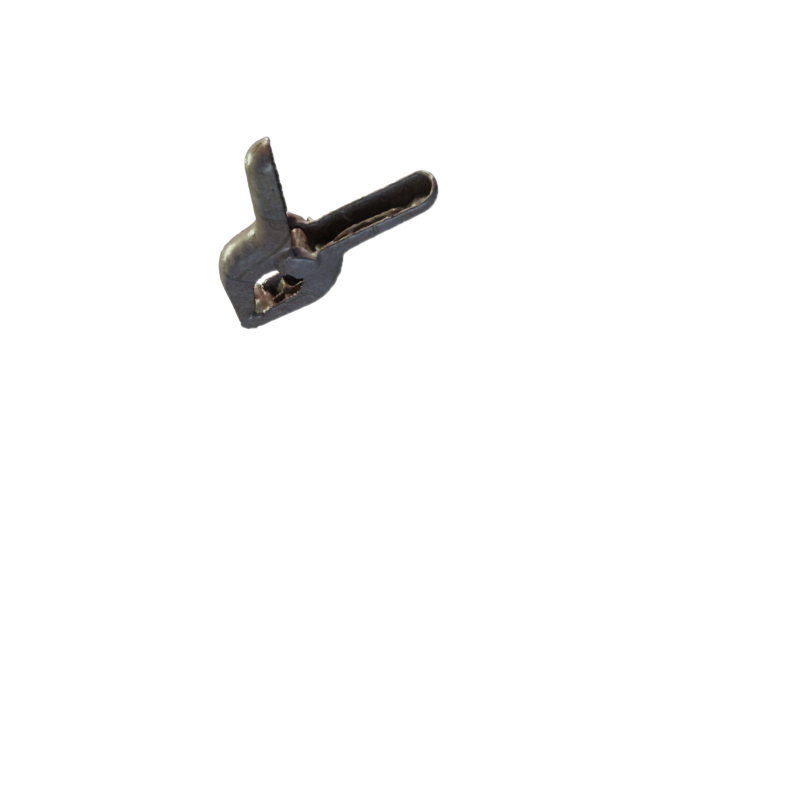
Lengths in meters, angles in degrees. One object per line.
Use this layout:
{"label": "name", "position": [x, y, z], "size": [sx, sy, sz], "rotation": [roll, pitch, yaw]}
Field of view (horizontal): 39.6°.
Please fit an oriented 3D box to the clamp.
{"label": "clamp", "position": [-0.054, -0.099, 0.691], "size": [0.117, 0.042, 0.165], "rotation": [9, -30, -17]}
